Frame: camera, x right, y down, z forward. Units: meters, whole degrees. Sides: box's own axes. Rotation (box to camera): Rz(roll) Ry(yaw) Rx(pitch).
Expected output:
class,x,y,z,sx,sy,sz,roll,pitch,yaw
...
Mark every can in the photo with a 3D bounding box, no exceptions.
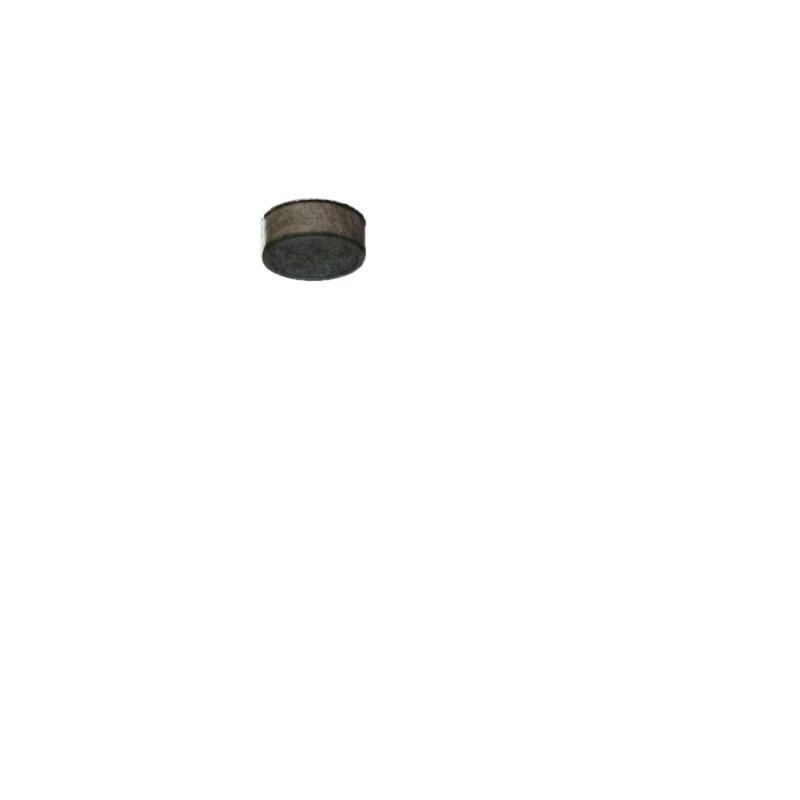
class,x,y,z,sx,sy,sz,roll,pitch,yaw
can,-0.070,-0.127,0.891,0.086,0.035,0.082,0,-21,-2
